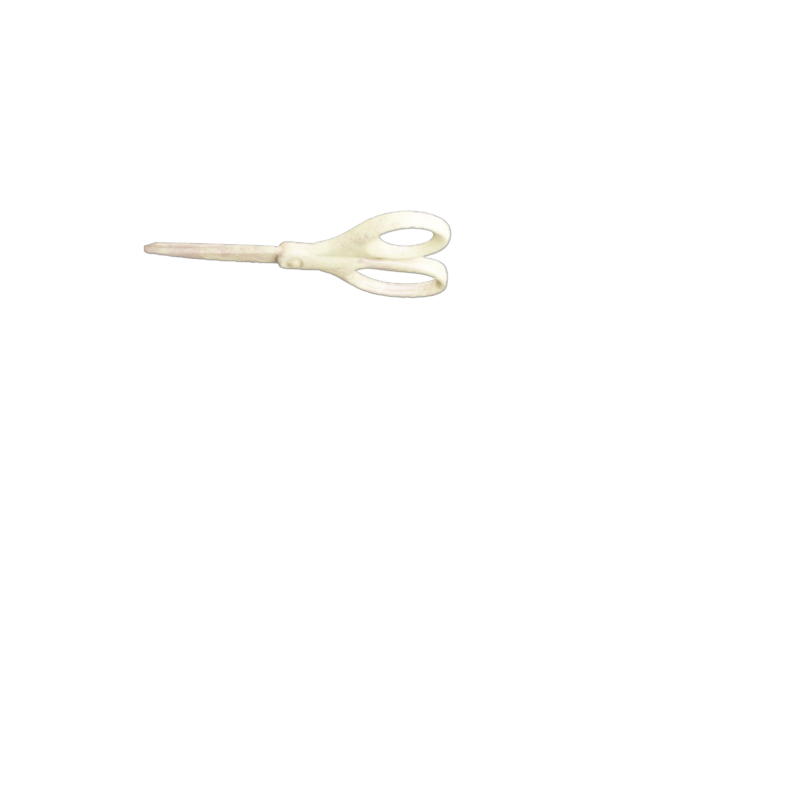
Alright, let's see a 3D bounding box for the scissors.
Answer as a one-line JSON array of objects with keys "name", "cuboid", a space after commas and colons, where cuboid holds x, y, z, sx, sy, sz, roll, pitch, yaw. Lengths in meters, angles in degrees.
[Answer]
[{"name": "scissors", "cuboid": [-0.056, -0.102, 0.713, 0.196, 0.017, 0.093, 10, -31, -18]}]
